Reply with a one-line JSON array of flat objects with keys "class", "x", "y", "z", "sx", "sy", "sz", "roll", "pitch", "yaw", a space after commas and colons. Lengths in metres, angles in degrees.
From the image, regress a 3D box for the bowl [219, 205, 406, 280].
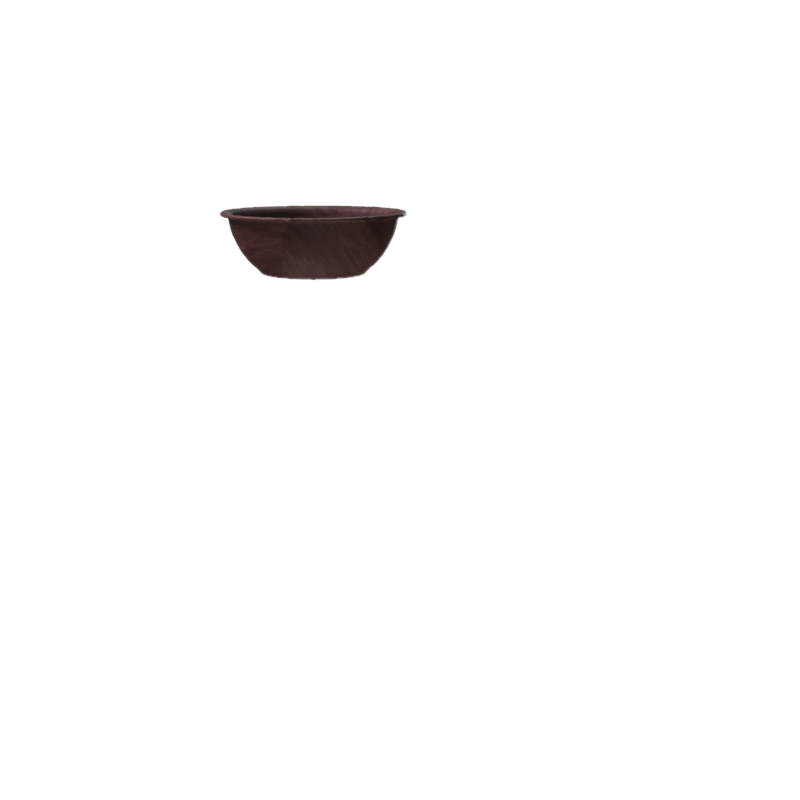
[{"class": "bowl", "x": -0.075, "y": -0.137, "z": 0.961, "sx": 0.162, "sy": 0.054, "sz": 0.166, "roll": 0, "pitch": 13, "yaw": -2}]
